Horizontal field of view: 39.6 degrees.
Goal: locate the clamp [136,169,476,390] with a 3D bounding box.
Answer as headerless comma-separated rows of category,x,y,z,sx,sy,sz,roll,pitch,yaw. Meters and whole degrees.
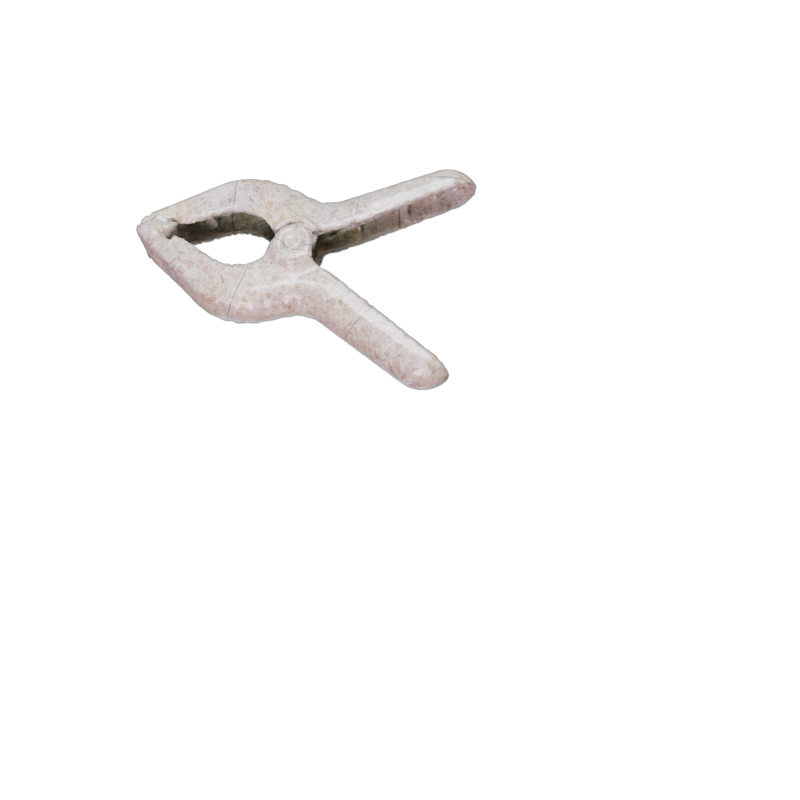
clamp,-0.044,-0.080,0.562,0.175,0.126,0.037,17,-32,10
